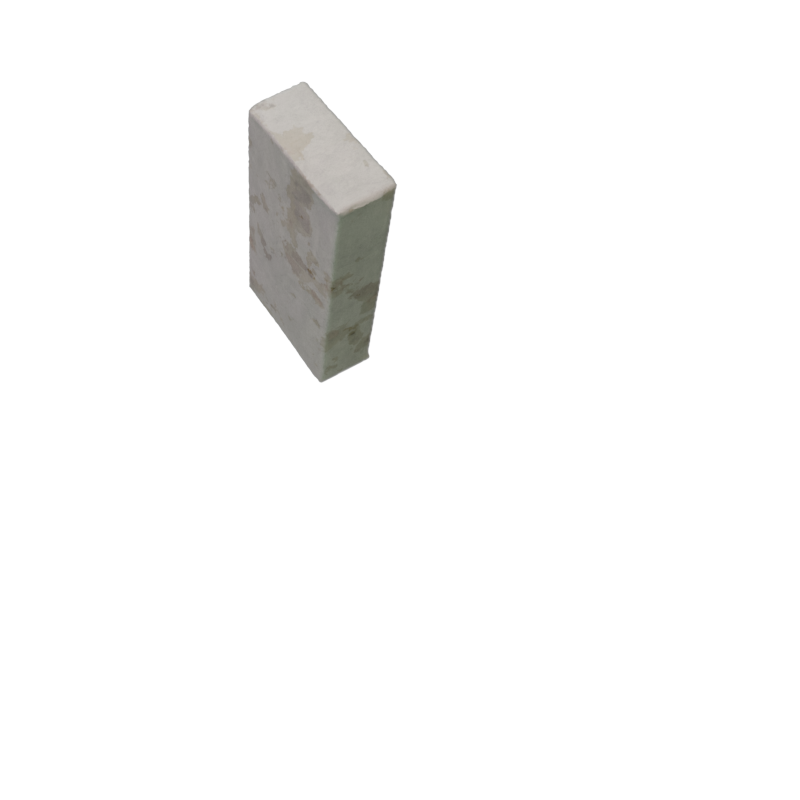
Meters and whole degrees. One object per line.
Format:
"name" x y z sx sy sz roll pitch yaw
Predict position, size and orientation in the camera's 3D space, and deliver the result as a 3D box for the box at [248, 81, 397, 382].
"box" -0.052 -0.095 0.664 0.048 0.100 0.165 -29 -26 -19
